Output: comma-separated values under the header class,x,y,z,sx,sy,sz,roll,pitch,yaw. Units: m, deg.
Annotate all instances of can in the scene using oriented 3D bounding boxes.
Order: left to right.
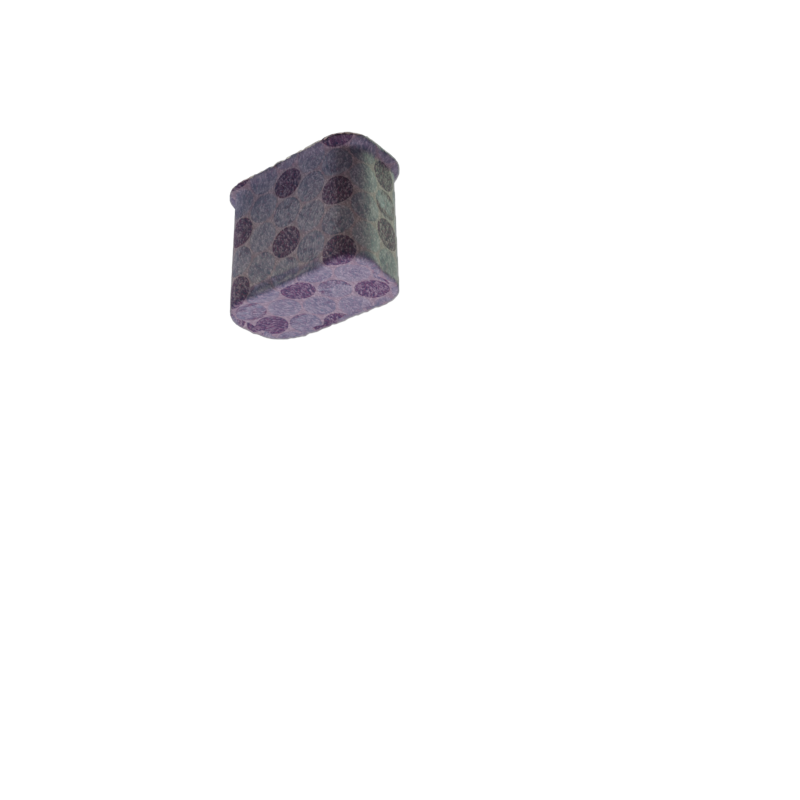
class,x,y,z,sx,sy,sz,roll,pitch,yaw
can,-0.049,-0.089,0.625,0.103,0.089,0.053,-21,-36,31
